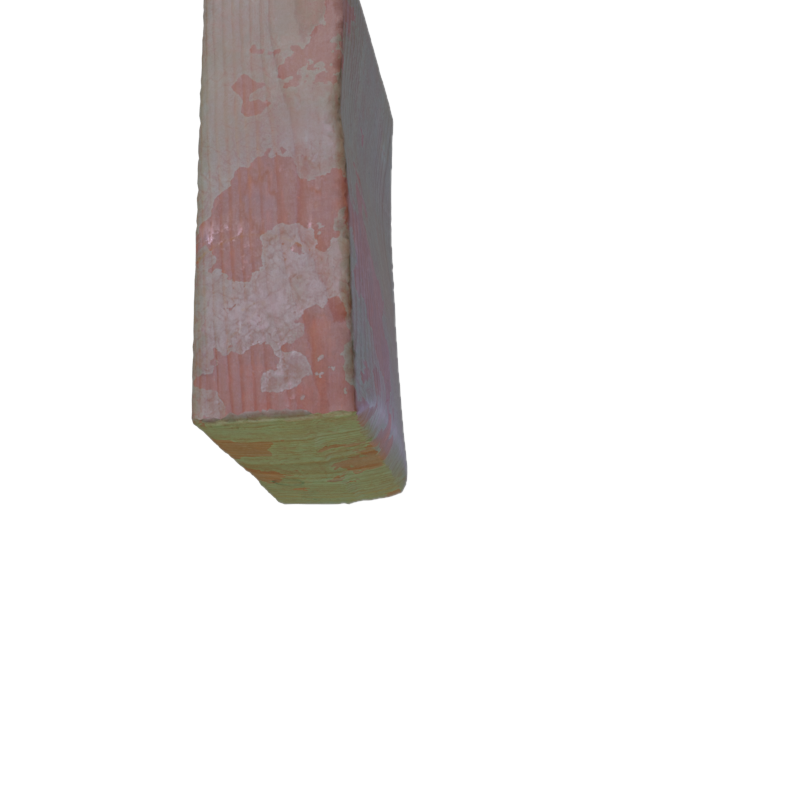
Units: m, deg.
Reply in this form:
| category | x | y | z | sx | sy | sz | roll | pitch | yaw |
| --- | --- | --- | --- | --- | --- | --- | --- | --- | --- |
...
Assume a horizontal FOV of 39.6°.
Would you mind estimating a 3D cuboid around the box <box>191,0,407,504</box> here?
| category | x | y | z | sx | sy | sz | roll | pitch | yaw |
| --- | --- | --- | --- | --- | --- | --- | --- | --- | --- |
| box | -0.040 | -0.073 | 0.514 | 0.072 | 0.225 | 0.155 | -4 | -21 | 7 |
